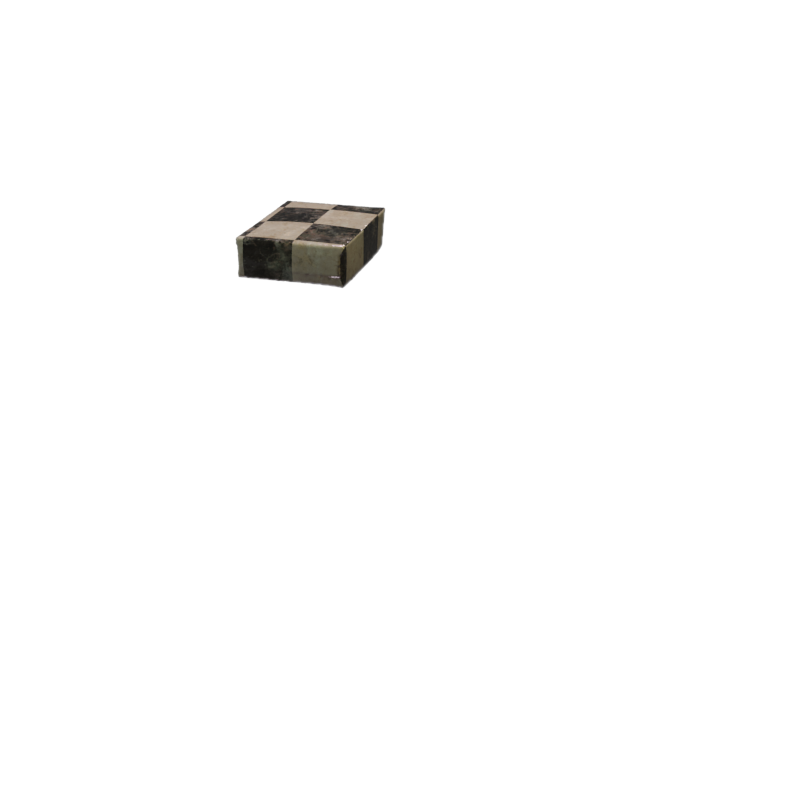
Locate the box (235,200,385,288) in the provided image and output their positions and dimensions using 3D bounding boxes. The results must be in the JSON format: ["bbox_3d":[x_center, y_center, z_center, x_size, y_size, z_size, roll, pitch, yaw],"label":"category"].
[{"bbox_3d":[-0.070,-0.128,0.898,0.092,0.037,0.116,7,24,16],"label":"box"}]
